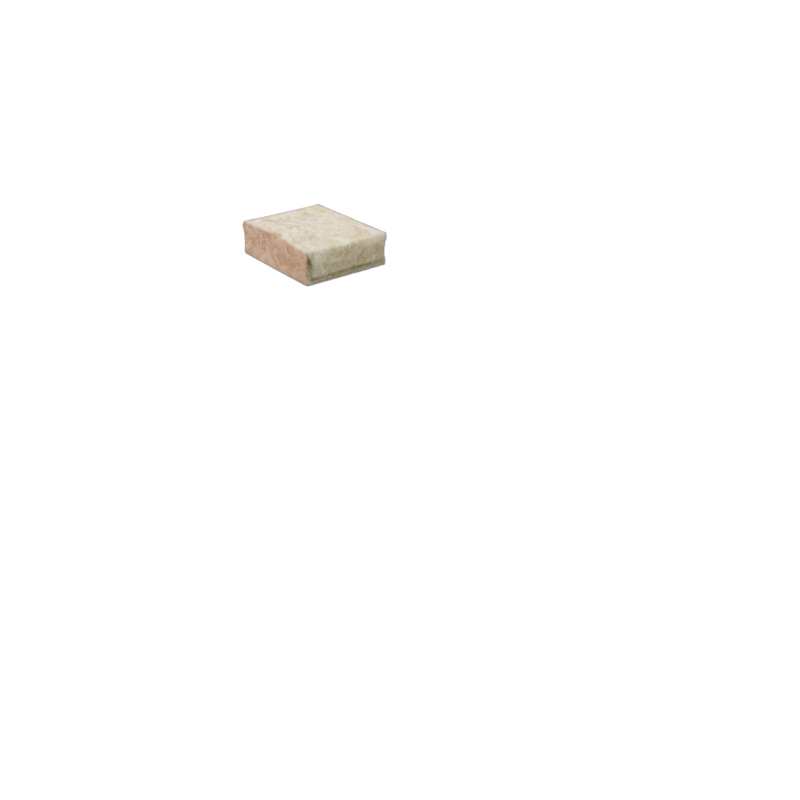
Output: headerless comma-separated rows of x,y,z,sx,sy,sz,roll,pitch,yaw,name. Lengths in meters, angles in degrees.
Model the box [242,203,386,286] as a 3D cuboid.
-0.066,-0.120,0.840,0.072,0.029,0.095,-18,32,-33,box
